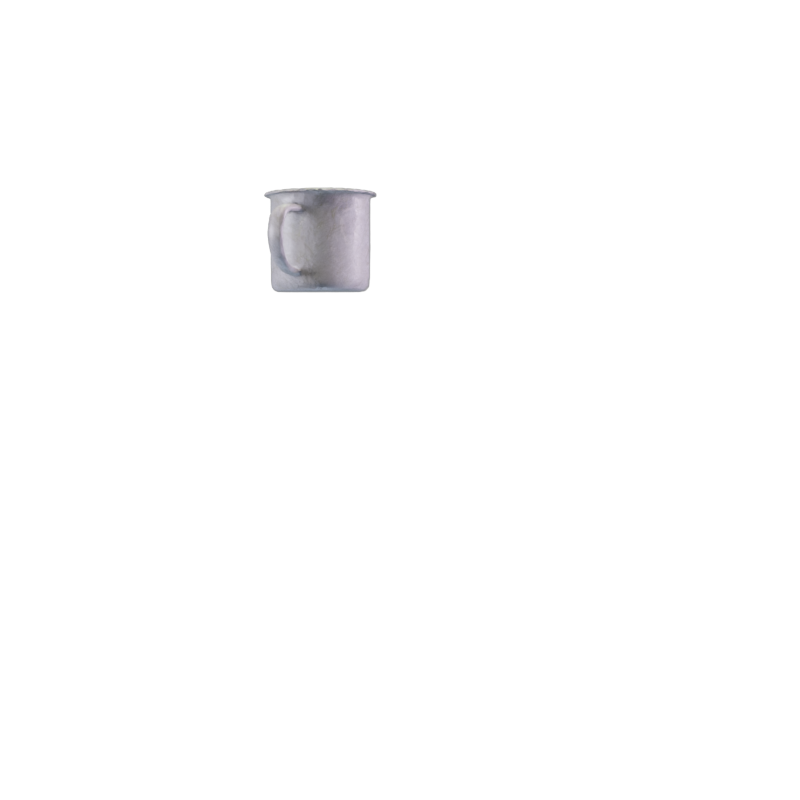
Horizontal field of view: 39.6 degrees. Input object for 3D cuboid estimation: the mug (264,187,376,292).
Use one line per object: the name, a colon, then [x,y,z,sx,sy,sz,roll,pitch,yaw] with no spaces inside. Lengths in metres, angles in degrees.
mug: [-0.071,-0.129,0.903,0.096,0.082,0.113,0,2,26]
